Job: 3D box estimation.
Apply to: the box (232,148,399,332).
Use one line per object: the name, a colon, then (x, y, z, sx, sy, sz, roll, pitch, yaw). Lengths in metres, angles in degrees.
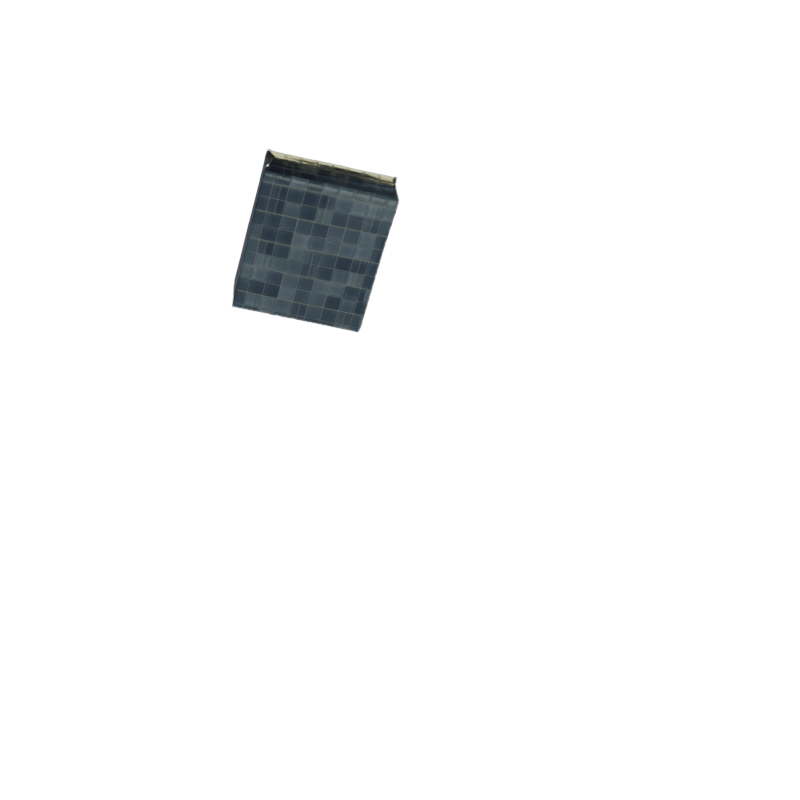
box: (-0.047, -0.086, 0.601, 0.072, 0.085, 0.032, 12, 31, -8)
